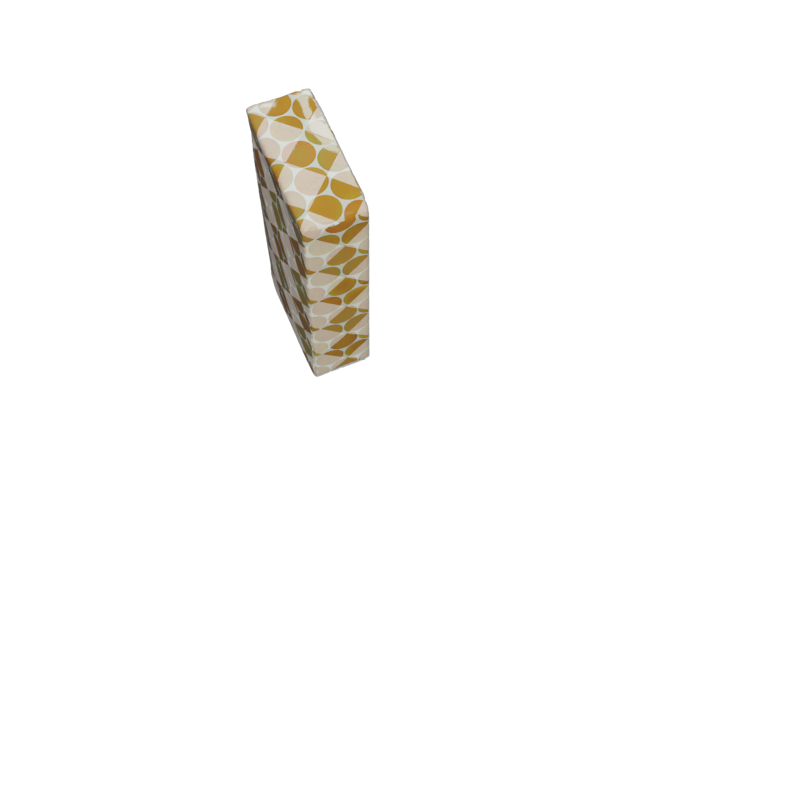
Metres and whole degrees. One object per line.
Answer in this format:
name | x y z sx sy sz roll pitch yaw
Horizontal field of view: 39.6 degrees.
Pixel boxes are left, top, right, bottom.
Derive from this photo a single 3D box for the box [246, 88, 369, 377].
box | -0.052 -0.096 0.670 0.048 0.100 0.166 -18 -25 -13
